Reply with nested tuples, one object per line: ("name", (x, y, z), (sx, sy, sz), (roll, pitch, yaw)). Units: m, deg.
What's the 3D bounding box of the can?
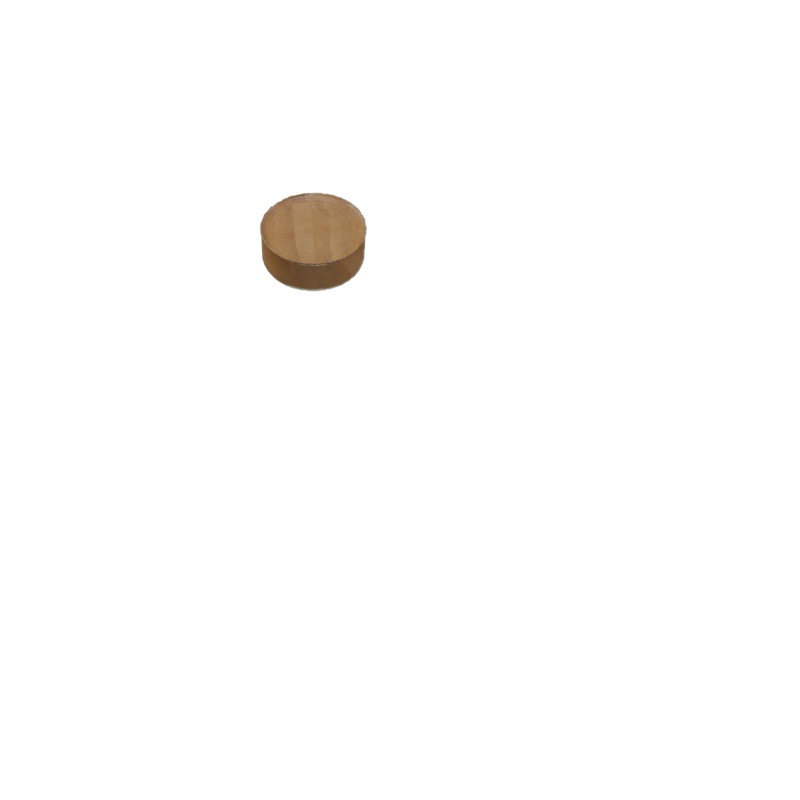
("can", (-0.071, -0.129, 0.901), (0.086, 0.092, 0.031), (-1, -43, -1))
